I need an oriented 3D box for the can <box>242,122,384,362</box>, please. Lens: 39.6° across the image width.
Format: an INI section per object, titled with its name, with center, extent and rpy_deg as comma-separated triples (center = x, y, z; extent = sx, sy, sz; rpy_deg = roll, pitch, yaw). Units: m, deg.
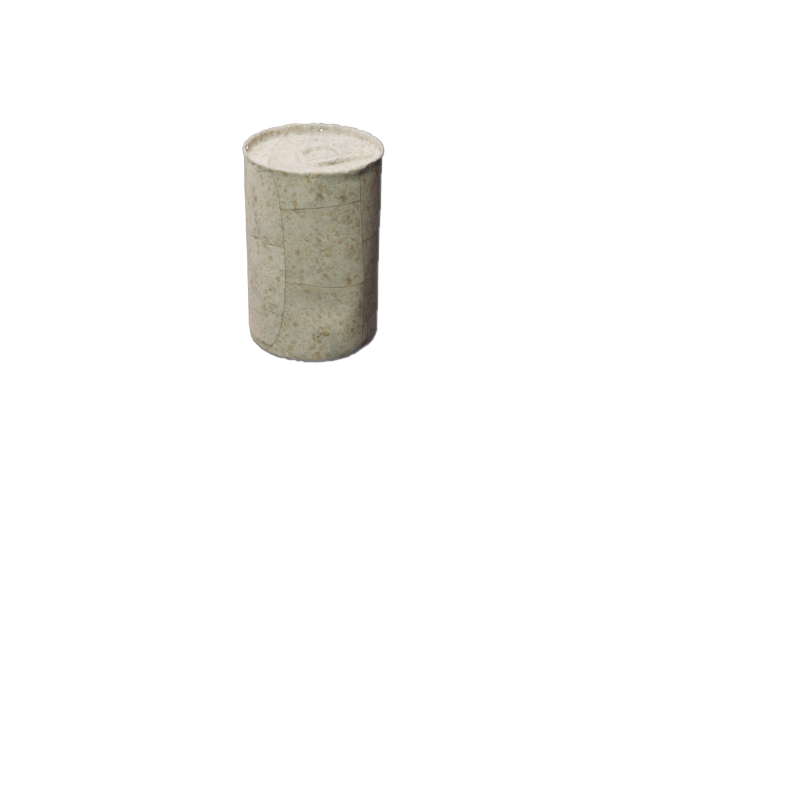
[can]
center = -0.043, -0.079, 0.552
extent = 0.068, 0.097, 0.073
rpy_deg = 0, 28, -2
